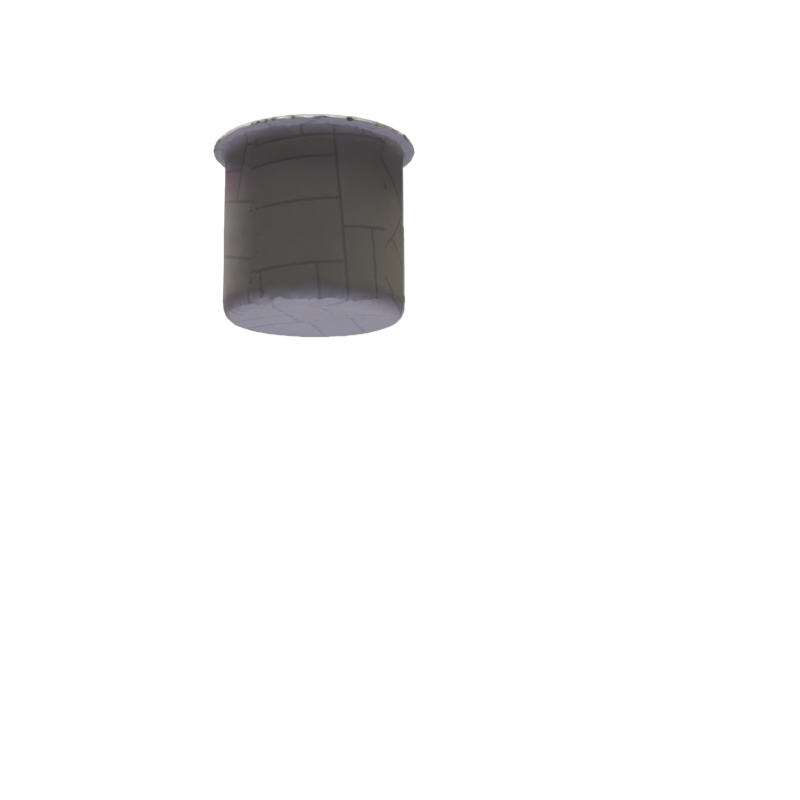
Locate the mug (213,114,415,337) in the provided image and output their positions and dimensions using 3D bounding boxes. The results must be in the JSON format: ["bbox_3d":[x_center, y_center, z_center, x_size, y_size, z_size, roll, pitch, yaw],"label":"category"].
[{"bbox_3d":[-0.040,-0.074,0.516,0.093,0.084,0.114,0,-11,-4],"label":"mug"}]
